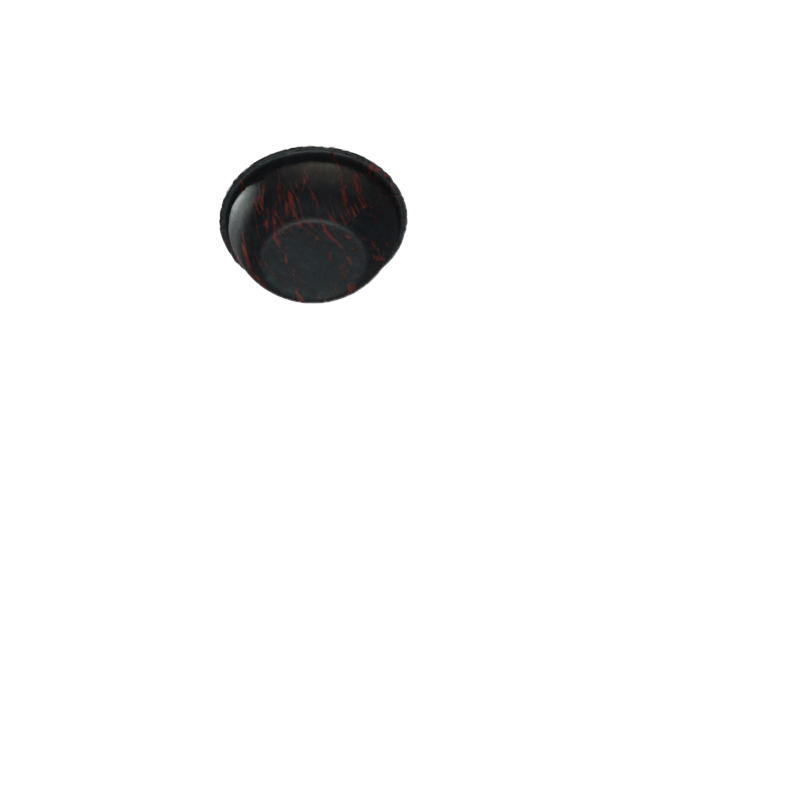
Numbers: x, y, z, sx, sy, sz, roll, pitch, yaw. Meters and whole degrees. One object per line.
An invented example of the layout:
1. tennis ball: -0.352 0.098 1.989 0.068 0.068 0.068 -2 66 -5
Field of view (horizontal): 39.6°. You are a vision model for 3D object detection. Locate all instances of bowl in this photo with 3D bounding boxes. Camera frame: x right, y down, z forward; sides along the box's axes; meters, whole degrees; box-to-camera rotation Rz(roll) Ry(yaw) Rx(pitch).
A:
1. bowl: -0.073 -0.133 0.933 0.162 0.151 0.059 1 43 -1
